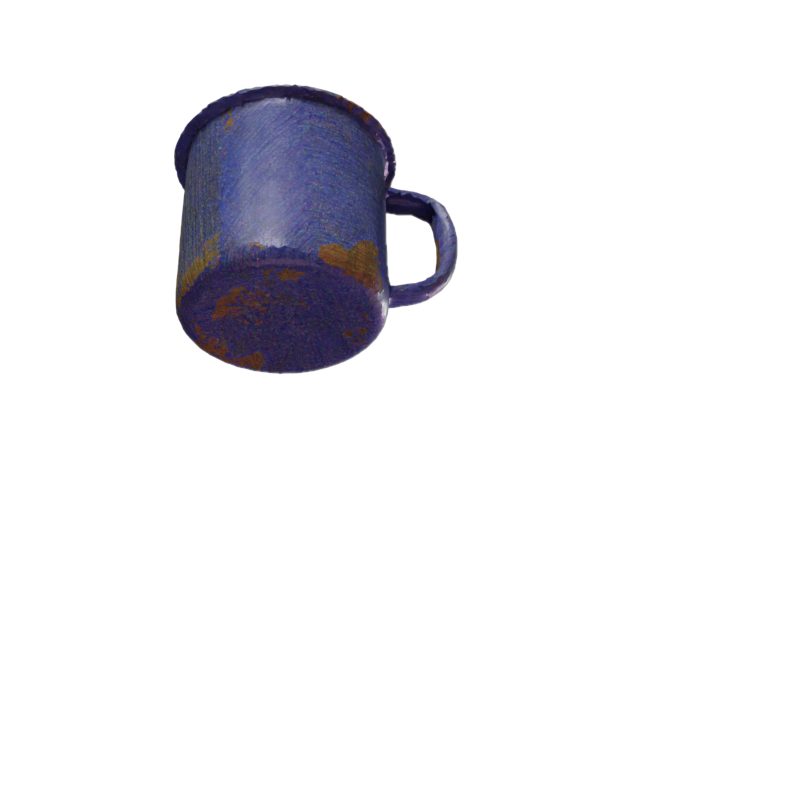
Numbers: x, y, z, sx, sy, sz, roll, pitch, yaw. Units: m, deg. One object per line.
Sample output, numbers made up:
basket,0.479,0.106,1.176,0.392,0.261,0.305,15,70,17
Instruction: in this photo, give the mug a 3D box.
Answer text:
mug,-0.035,-0.063,0.443,0.115,0.087,0.088,6,-35,-10
